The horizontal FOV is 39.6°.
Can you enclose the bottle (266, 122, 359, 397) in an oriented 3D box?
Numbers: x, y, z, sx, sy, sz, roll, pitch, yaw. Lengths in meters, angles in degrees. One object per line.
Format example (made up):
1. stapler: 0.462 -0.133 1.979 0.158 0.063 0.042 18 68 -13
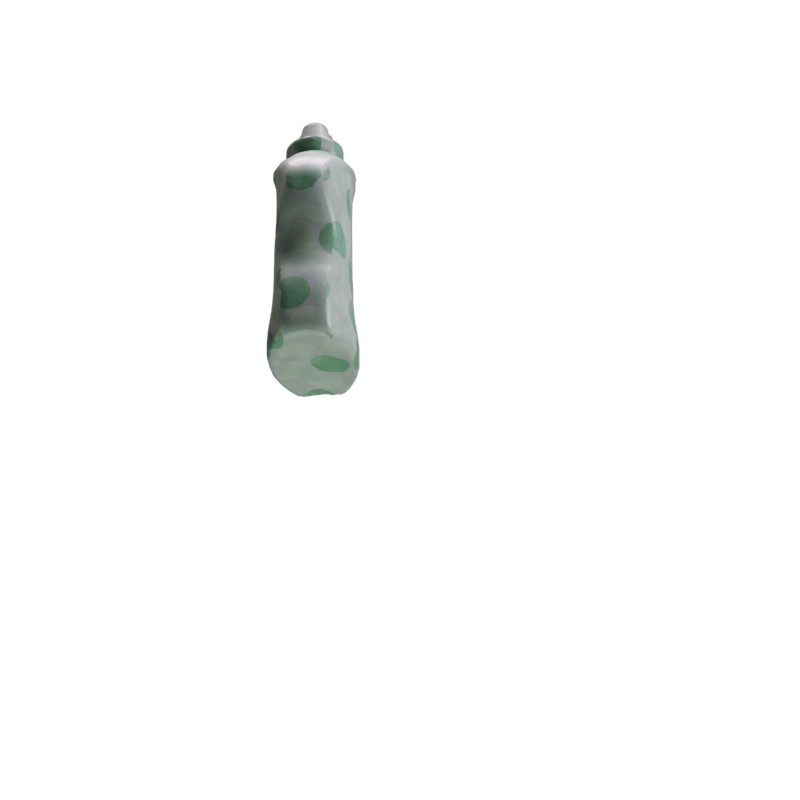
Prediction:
1. bottle: -0.058 -0.106 0.746 0.059 0.204 0.089 -5 -30 5
